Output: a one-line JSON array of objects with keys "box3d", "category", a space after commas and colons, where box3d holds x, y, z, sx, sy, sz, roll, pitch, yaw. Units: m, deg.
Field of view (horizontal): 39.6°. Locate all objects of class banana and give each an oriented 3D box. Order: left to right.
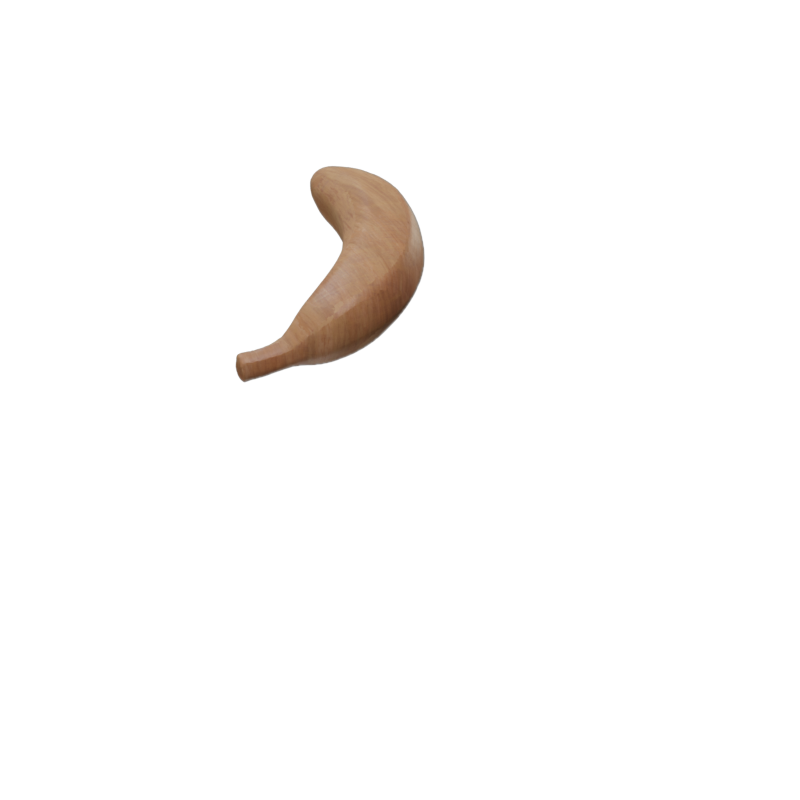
[{"box3d": [-0.023, -0.071, 0.514, 0.070, 0.035, 0.207, 3, 31, 5], "category": "banana"}]
